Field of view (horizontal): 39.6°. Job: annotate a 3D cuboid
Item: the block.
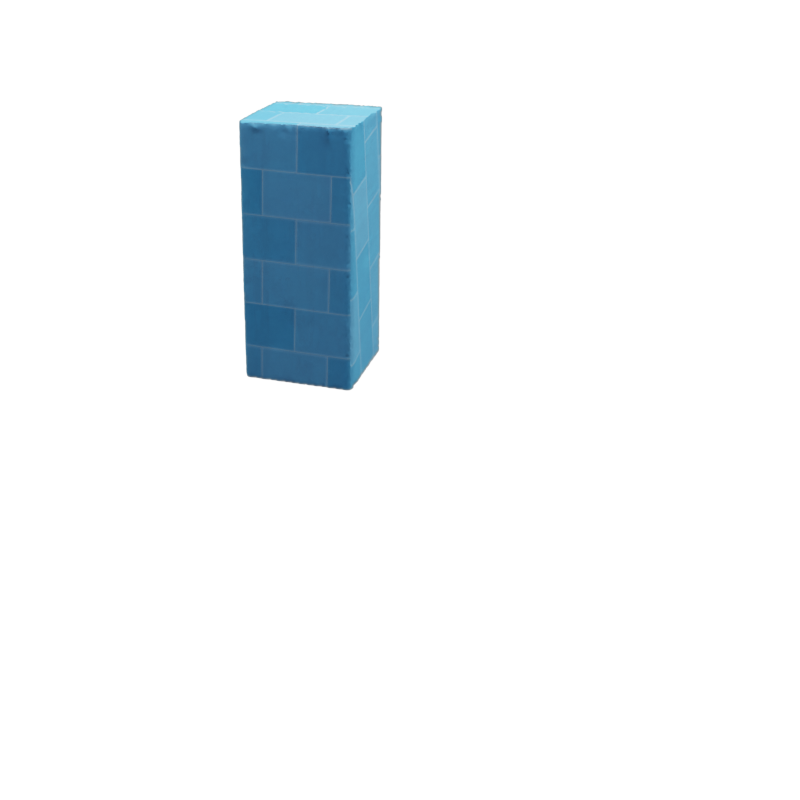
[{"bbox_3d":[-0.069,-0.125,0.873,0.093,0.198,0.092,7,20,14],"label":"block"}]
